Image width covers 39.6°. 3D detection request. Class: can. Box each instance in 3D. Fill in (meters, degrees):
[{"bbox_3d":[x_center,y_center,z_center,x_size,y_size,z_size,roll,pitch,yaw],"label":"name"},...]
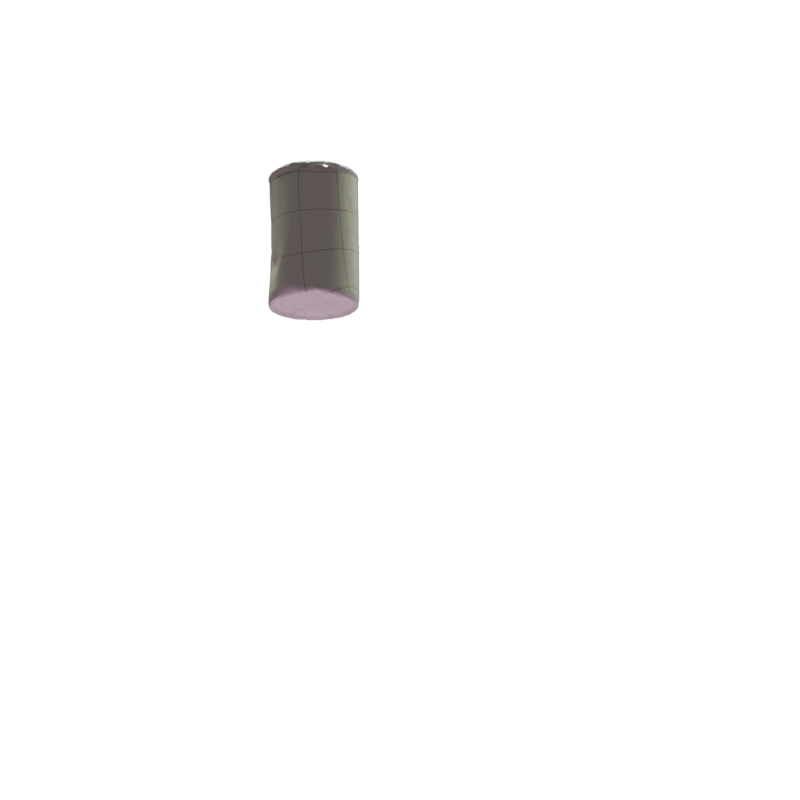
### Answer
[{"bbox_3d":[-0.064,-0.117,0.819,0.068,0.107,0.066,0,-18,-2],"label":"can"}]
